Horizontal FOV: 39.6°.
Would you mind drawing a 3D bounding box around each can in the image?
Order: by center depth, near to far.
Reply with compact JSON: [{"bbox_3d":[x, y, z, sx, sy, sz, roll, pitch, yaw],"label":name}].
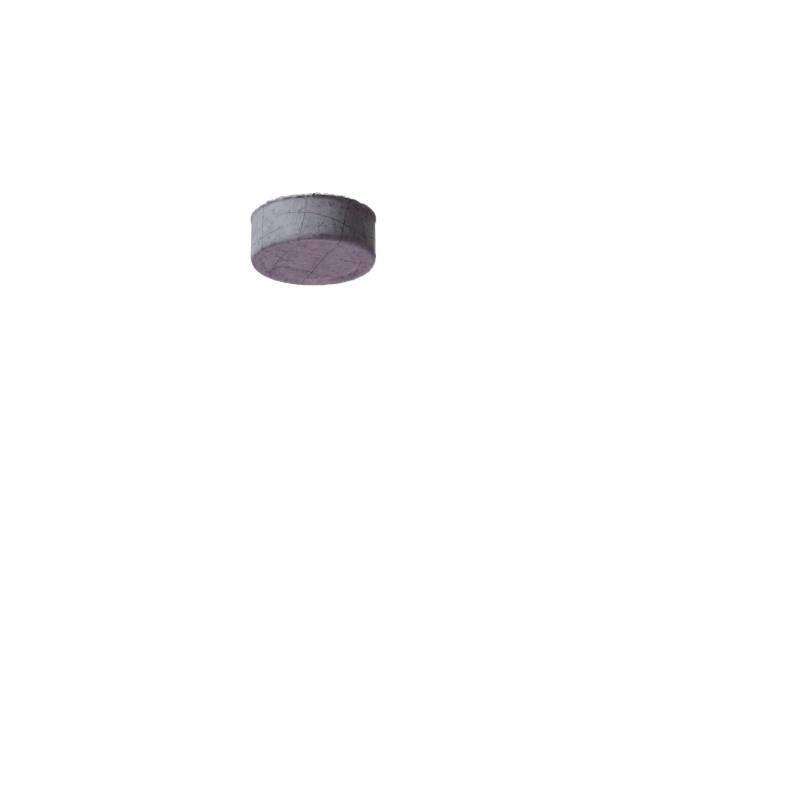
[{"bbox_3d":[-0.059,-0.107,0.750,0.086,0.035,0.082,0,-17,-2],"label":"can"}]
